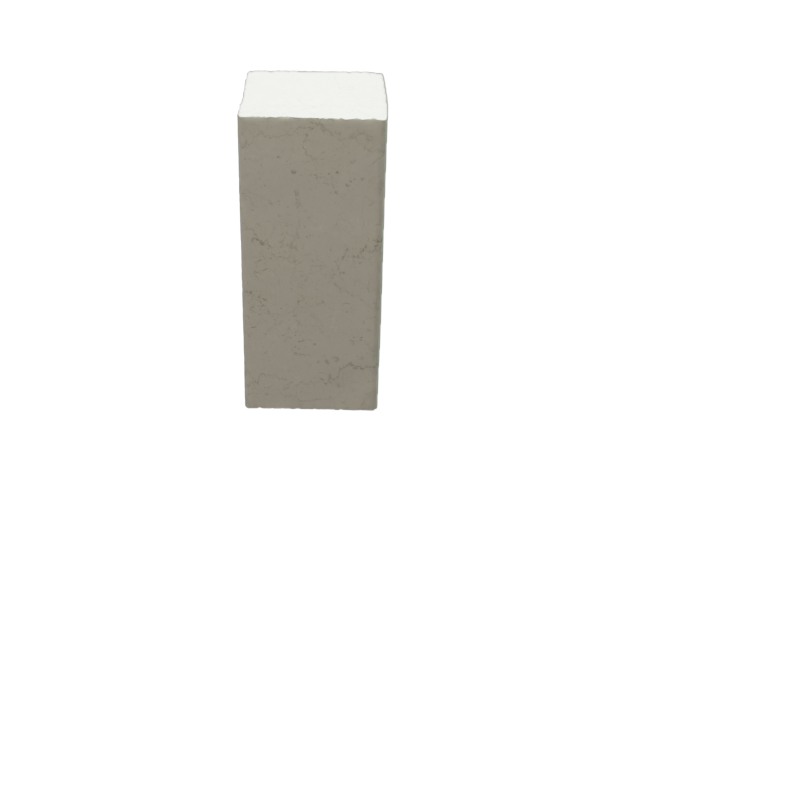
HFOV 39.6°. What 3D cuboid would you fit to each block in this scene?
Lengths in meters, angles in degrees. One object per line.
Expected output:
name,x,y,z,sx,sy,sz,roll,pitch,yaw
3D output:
block,-0.057,-0.105,0.730,0.091,0.194,0.096,1,29,-2
